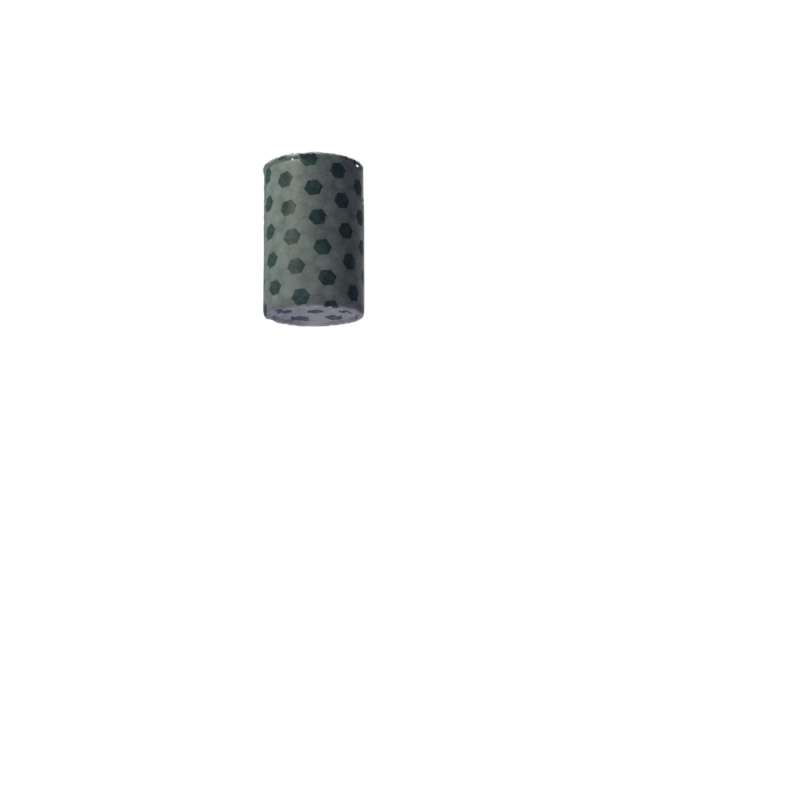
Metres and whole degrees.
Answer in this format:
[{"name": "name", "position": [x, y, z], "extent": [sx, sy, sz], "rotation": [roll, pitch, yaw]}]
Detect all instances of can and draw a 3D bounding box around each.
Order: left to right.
[{"name": "can", "position": [-0.057, -0.105, 0.732], "extent": [0.068, 0.106, 0.066], "rotation": [0, -13, -2]}]
